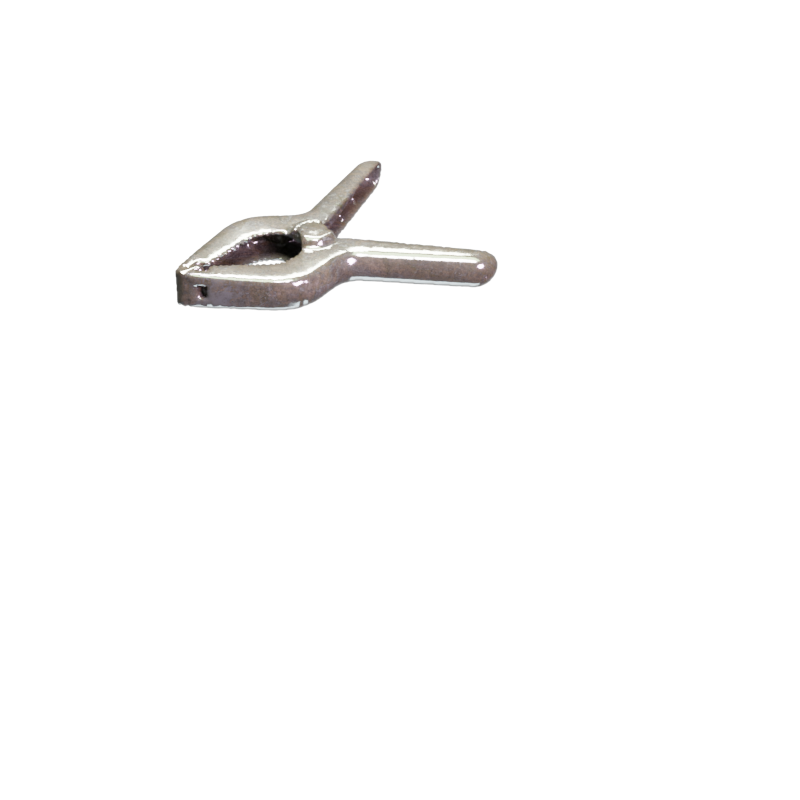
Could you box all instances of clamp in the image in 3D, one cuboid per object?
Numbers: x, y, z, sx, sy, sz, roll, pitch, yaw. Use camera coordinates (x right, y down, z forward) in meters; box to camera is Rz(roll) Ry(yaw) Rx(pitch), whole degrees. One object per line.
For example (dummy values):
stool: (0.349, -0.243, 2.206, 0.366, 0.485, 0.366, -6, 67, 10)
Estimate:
clamp: (-0.061, -0.111, 0.780, 0.207, 0.034, 0.178, -14, 39, -18)
